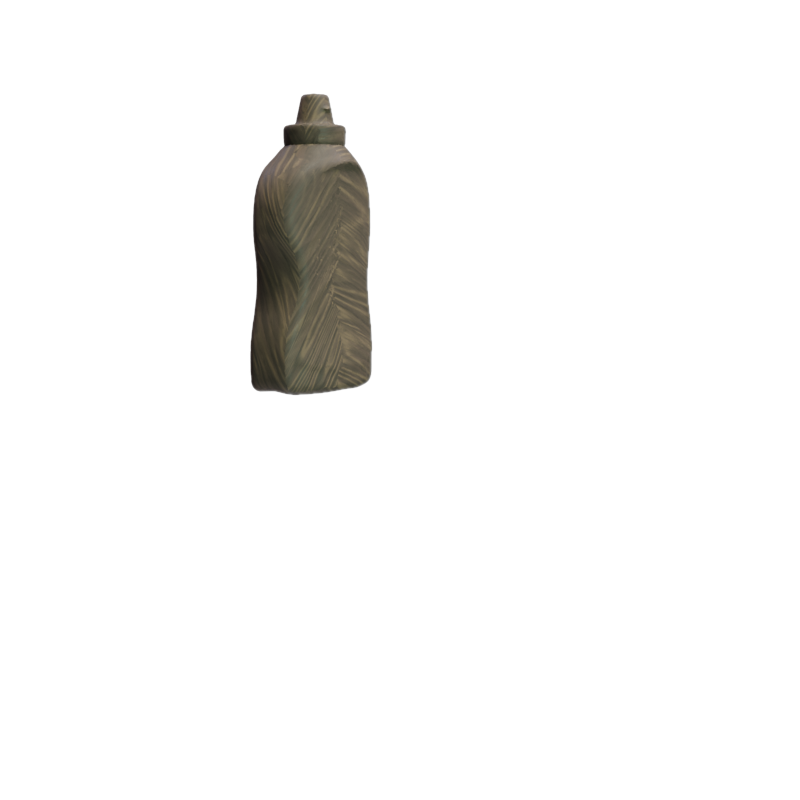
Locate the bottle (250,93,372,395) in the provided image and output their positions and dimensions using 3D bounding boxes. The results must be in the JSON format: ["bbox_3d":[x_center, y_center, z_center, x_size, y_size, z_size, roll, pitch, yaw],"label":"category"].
[{"bbox_3d":[-0.056,-0.104,0.726,0.061,0.192,0.092,0,1,37],"label":"bottle"}]
